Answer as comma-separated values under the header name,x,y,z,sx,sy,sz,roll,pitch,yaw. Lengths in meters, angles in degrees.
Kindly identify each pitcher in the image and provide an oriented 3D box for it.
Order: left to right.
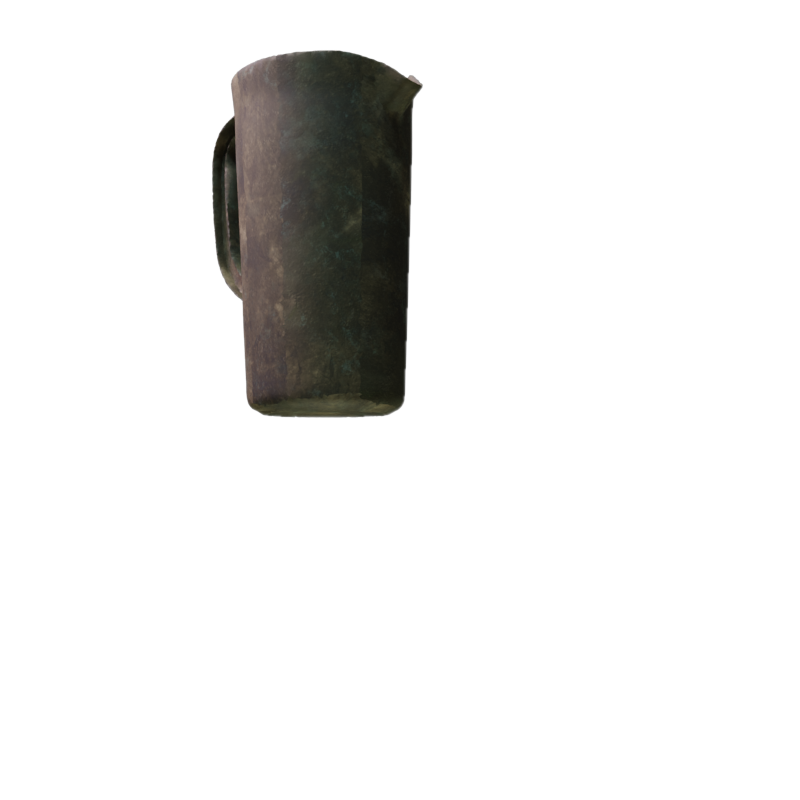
name,x,y,z,sx,sy,sz,roll,pitch,yaw
pitcher,-0.061,-0.112,0.784,0.144,0.250,0.147,1,-10,-7
